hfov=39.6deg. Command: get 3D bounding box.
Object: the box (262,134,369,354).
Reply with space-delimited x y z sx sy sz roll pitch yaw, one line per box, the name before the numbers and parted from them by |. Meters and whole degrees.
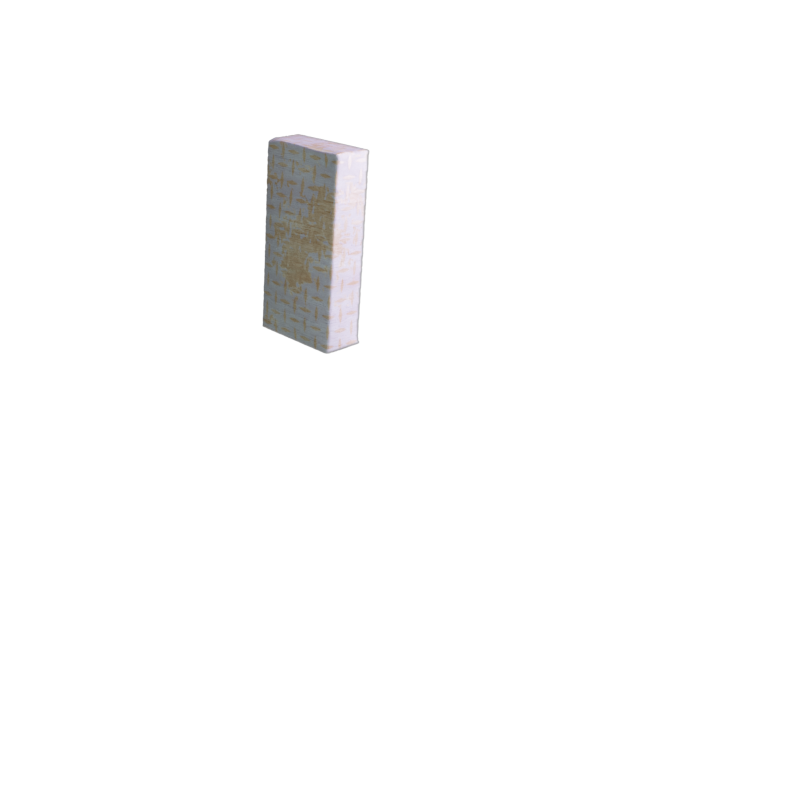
box | -0.076 -0.139 0.972 0.047 0.169 0.099 -14 24 -41
